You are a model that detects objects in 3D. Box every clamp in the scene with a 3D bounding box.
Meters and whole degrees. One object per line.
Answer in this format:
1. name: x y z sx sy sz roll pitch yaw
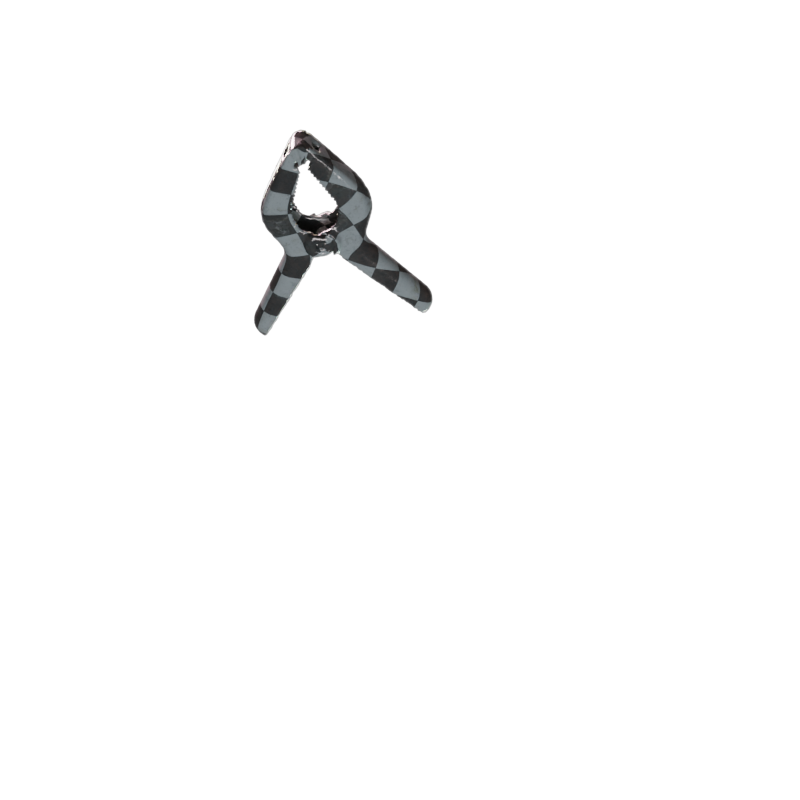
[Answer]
1. clamp: -0.076 -0.138 0.968 0.166 0.194 0.039 -13 40 11
